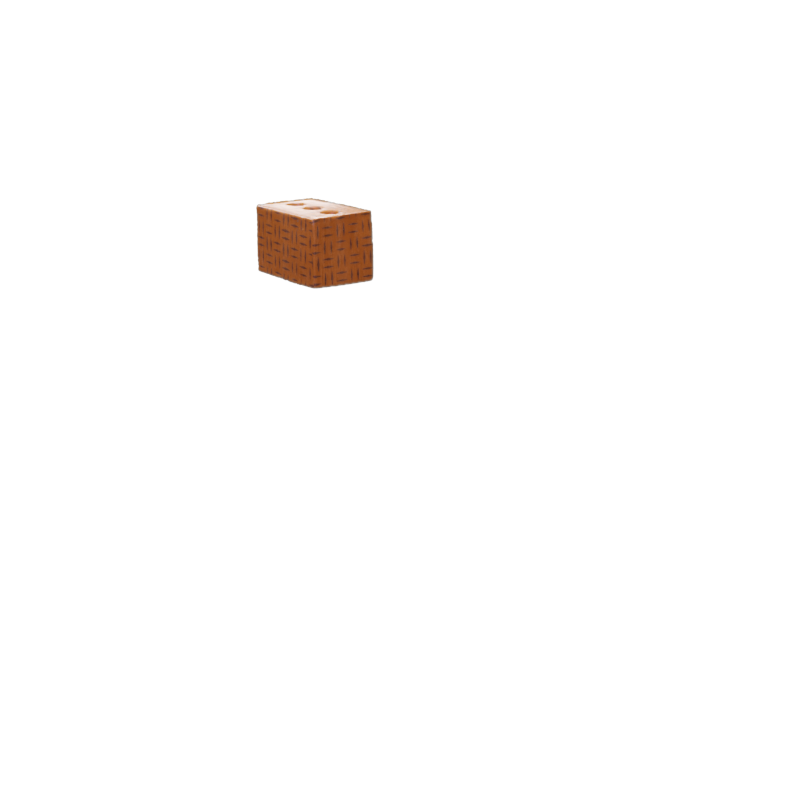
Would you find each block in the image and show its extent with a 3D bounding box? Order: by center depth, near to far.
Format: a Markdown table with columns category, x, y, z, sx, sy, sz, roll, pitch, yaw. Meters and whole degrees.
| category | x | y | z | sx | sy | sz | roll | pitch | yaw |
| --- | --- | --- | --- | --- | --- | --- | --- | --- | --- |
| block | -0.063 | -0.115 | 0.808 | 0.051 | 0.050 | 0.083 | -11 | 20 | -36 |
